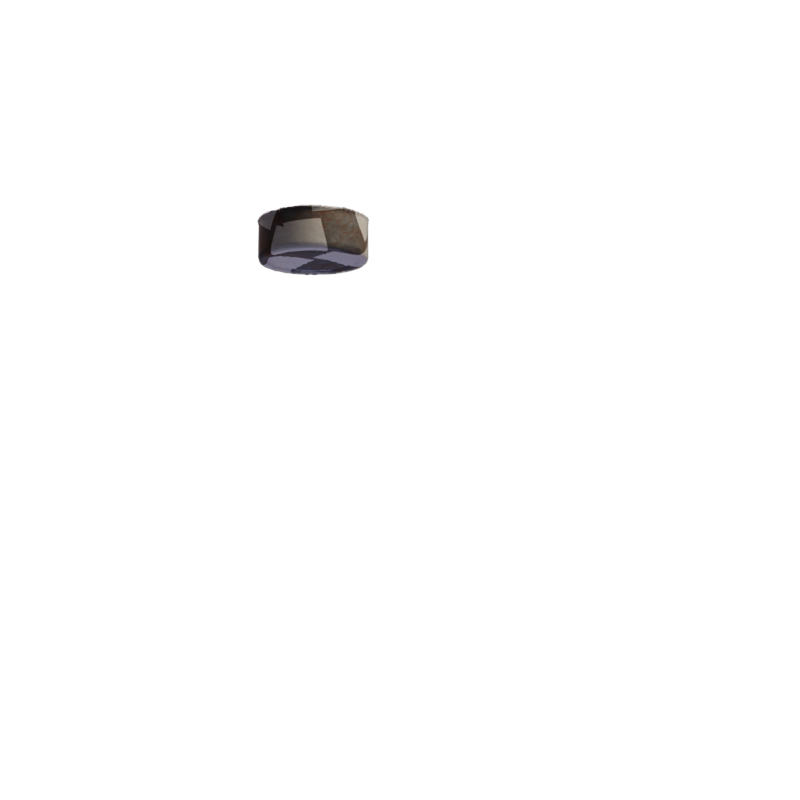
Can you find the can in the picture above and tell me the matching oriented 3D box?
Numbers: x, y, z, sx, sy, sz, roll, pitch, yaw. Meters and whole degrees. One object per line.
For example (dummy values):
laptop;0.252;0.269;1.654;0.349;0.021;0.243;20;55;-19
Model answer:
can;-0.066;-0.121;0.849;0.086;0.035;0.084;0;-9;-2
